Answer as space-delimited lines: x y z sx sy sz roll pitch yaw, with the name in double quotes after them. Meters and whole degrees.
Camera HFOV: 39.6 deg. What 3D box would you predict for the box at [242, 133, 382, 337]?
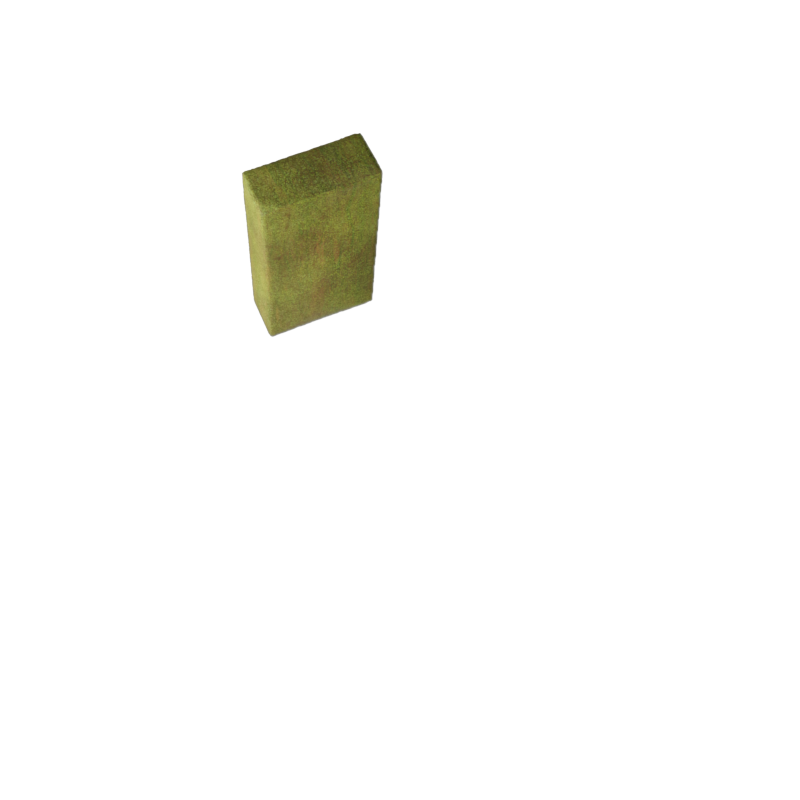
-0.065 -0.118 0.830 0.093 0.051 0.167 -21 -21 -13 "box"
